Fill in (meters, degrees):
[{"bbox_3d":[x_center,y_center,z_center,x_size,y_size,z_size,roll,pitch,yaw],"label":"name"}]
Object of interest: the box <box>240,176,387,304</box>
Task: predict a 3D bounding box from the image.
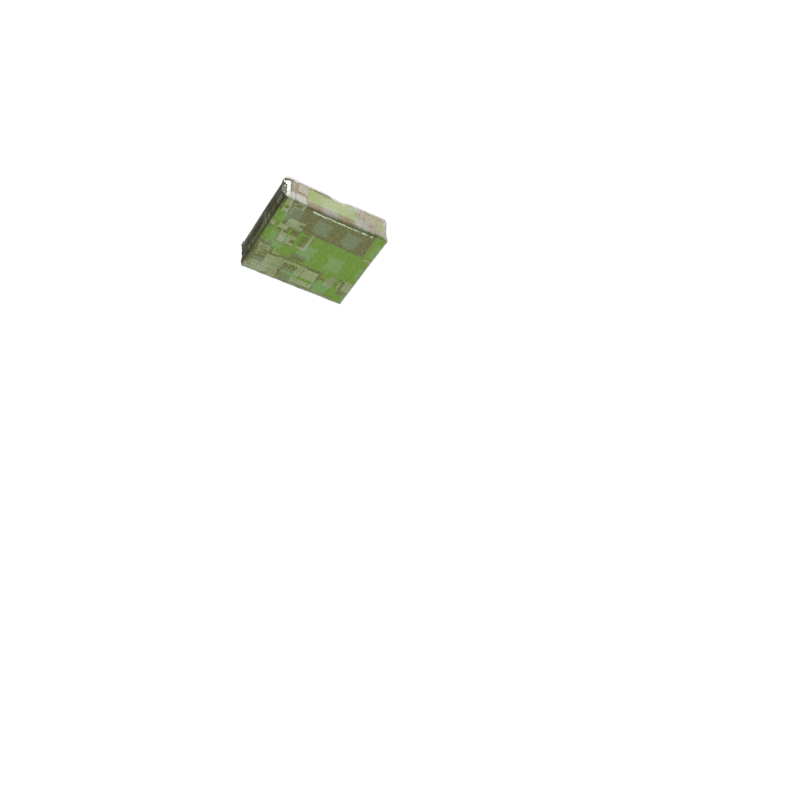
[{"bbox_3d":[-0.066,-0.119,0.836,0.086,0.032,0.071,22,-52,-19],"label":"box"}]
